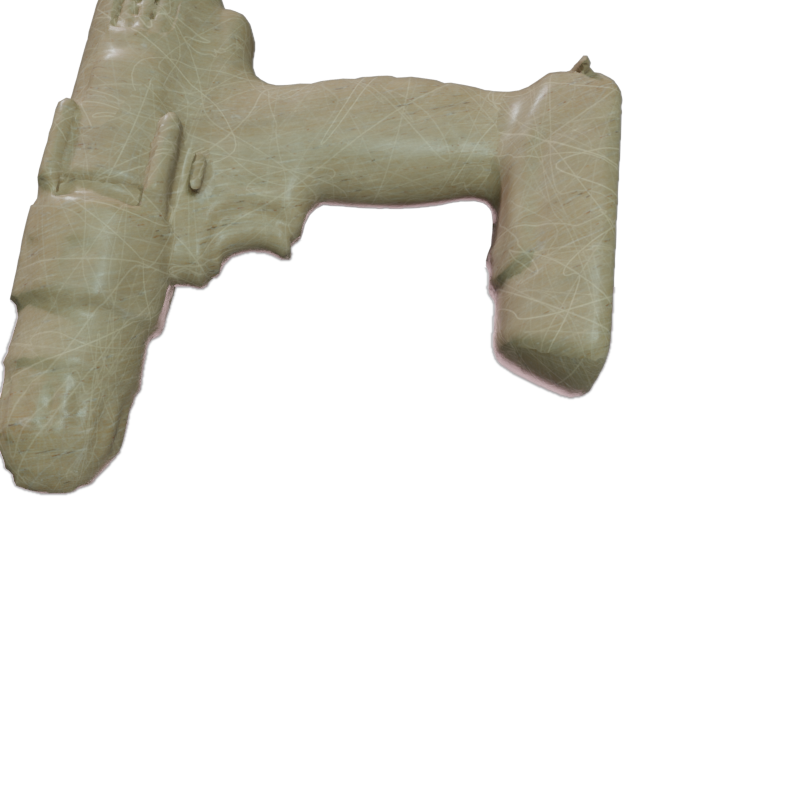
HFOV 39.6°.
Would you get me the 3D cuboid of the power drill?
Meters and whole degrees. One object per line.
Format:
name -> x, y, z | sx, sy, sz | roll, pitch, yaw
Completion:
power drill -> -0.028, -0.052, 0.361 | 0.188, 0.191, 0.055 | 8, -17, 2
